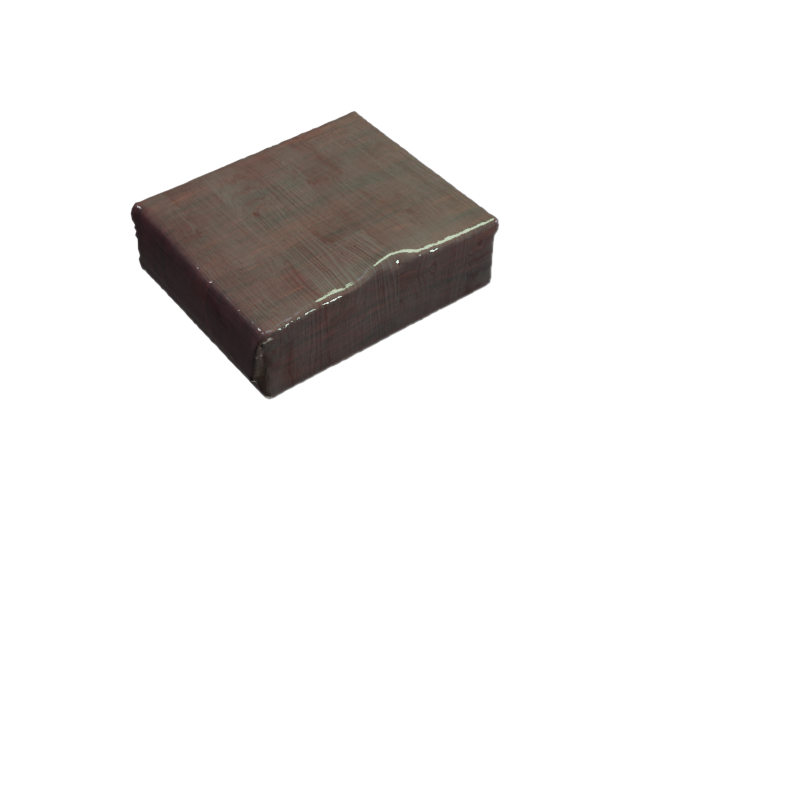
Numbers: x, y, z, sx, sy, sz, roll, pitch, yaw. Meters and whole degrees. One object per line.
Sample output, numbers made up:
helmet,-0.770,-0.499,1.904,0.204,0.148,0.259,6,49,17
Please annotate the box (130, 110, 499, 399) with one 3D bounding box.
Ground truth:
box,-0.027,-0.049,0.343,0.089,0.028,0.079,-28,51,-26
